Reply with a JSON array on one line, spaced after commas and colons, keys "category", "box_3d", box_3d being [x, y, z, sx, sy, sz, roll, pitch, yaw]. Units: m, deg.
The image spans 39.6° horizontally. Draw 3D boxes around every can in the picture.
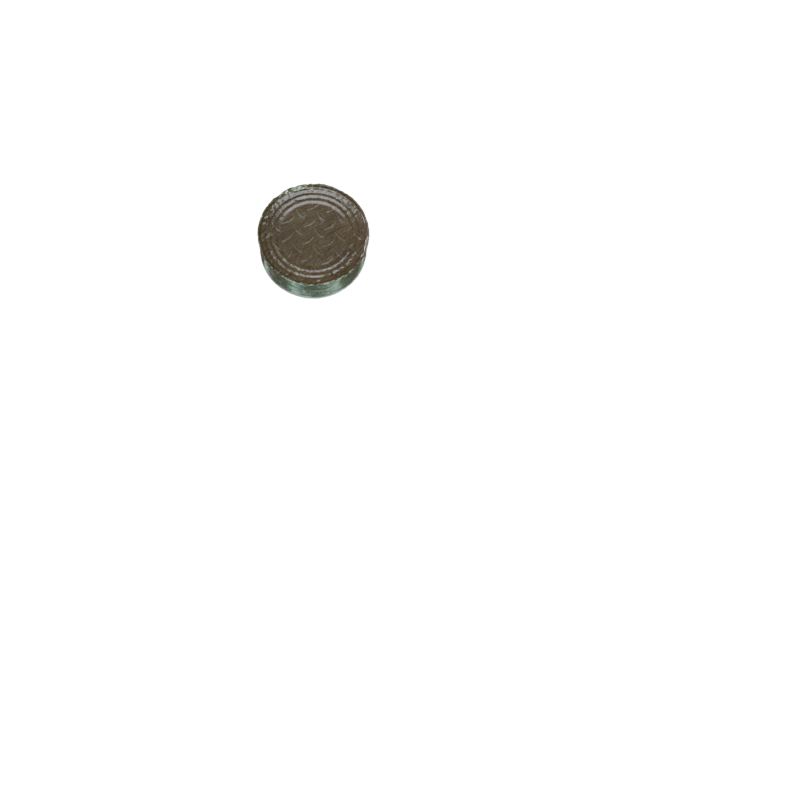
[{"category": "can", "box_3d": [-0.068, -0.123, 0.864, 0.086, 0.091, 0.032, -1, -23, -1]}]
